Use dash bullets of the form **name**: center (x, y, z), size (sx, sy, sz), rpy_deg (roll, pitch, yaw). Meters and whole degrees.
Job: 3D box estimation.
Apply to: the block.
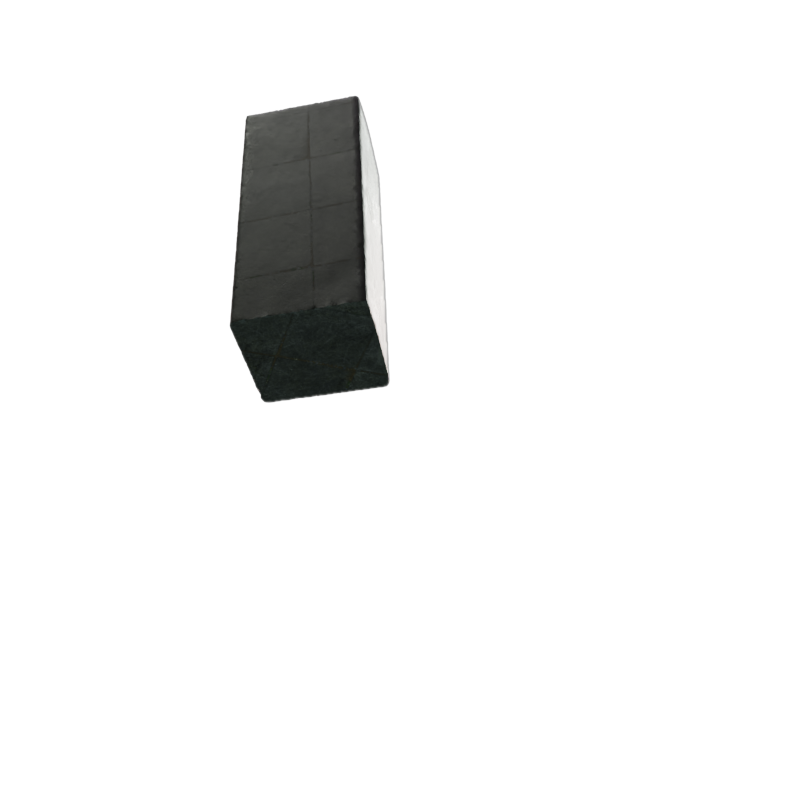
- **block**: center (-0.061, -0.112, 0.789), size (0.091, 0.221, 0.083), rpy_deg (-9, -41, 7)
